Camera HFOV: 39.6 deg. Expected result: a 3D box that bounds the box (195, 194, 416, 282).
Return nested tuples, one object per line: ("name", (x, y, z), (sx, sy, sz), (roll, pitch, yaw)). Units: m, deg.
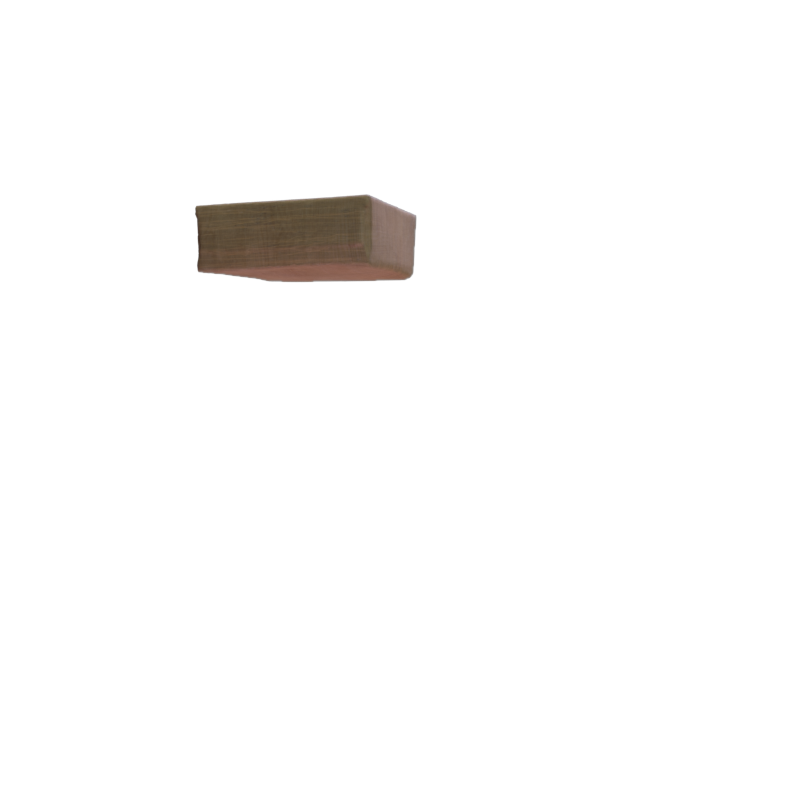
("box", (-0.046, -0.083, 0.584), (0.092, 0.039, 0.111), (0, 1, 14))
